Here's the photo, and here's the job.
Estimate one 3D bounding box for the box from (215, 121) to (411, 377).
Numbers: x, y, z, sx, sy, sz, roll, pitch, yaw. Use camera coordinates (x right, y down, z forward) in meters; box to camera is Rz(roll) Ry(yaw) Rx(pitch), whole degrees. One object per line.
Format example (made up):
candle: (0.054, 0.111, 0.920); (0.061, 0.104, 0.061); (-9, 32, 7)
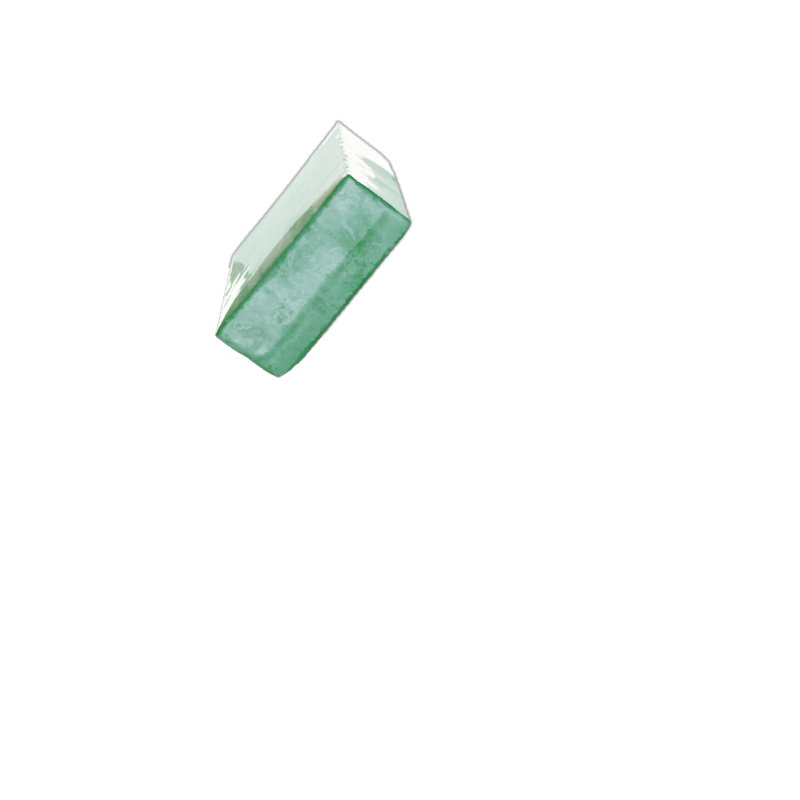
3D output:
box: (-0.072, -0.132, 0.926); (0.069, 0.162, 0.224); (37, 15, -17)
